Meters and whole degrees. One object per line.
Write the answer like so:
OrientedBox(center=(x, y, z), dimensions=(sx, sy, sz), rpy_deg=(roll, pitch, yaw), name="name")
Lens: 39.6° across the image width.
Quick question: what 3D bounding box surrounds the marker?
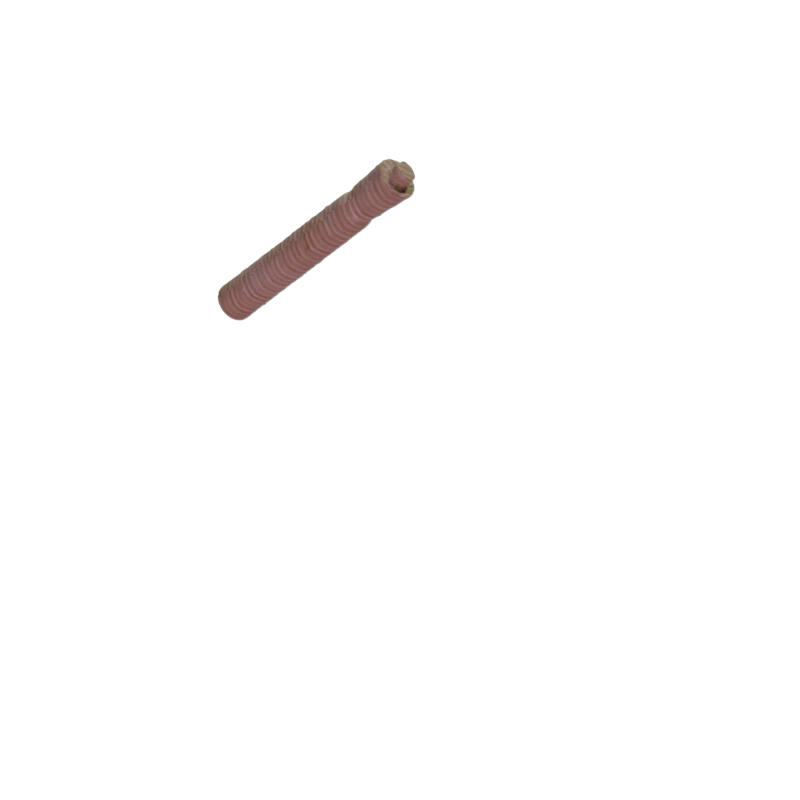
OrientedBox(center=(-0.038, -0.069, 0.484), dimensions=(0.120, 0.021, 0.019), rpy_deg=(-30, -17, 39), name="marker")
